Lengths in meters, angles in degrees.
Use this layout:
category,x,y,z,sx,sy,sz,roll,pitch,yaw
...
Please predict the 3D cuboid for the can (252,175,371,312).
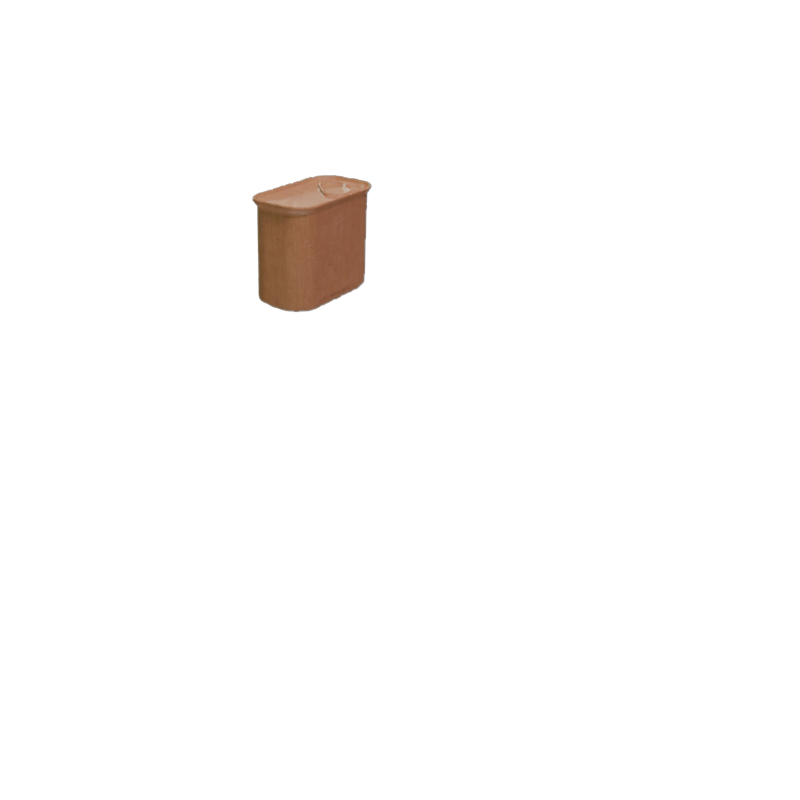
category,x,y,z,sx,sy,sz,roll,pitch,yaw
can,-0.068,-0.123,0.865,0.060,0.080,0.101,14,25,31
